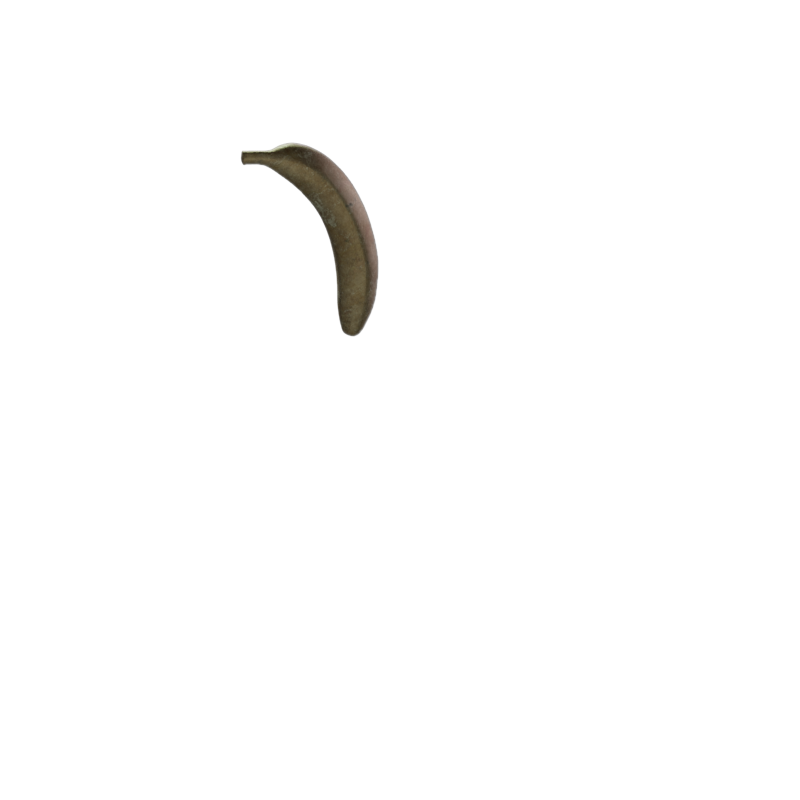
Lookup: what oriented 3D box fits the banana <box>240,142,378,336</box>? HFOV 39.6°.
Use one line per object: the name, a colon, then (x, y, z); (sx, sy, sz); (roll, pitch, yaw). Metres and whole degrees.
banana: (-0.059, -0.144, 0.935); (0.070, 0.187, 0.039); (-25, 24, 12)
